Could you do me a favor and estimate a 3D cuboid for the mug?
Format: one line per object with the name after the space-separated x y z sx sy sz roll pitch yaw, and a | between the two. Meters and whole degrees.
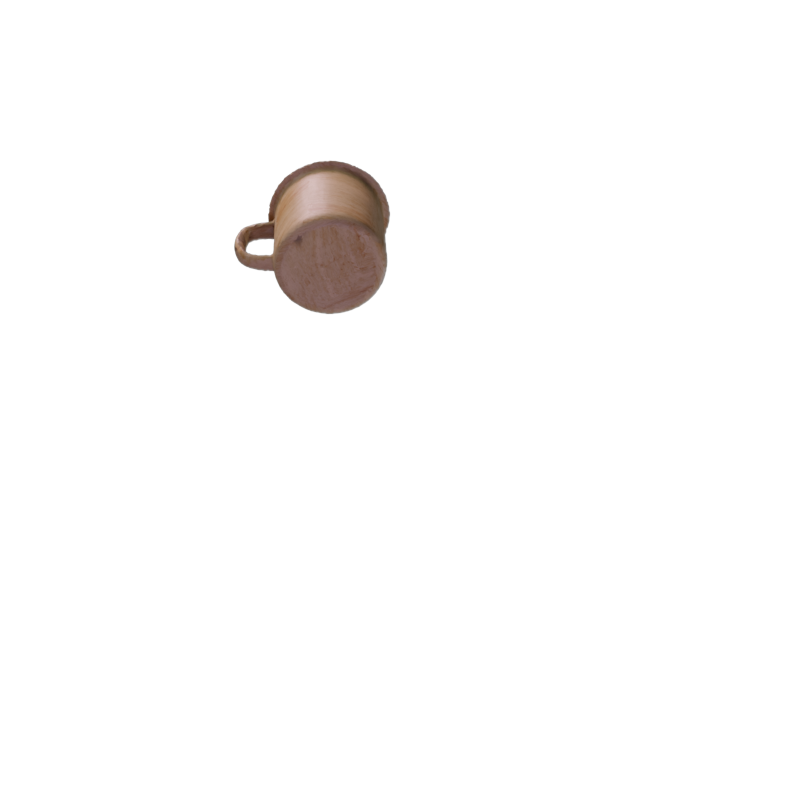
-0.064 -0.116 0.815 0.117 0.087 0.087 -2 33 0 | mug
